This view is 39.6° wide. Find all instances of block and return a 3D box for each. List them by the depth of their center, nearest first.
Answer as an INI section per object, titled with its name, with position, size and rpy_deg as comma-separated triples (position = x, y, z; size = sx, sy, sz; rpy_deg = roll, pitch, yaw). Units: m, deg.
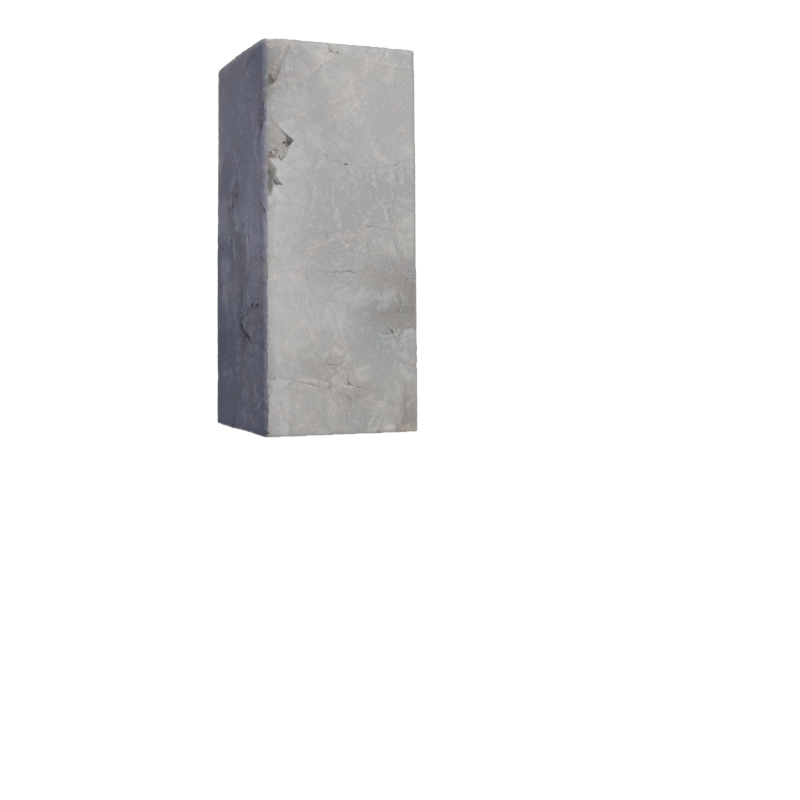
[block]
position = -0.049, -0.089, 0.622
size = 0.088, 0.208, 0.092
rpy_deg = 1, -3, -23
